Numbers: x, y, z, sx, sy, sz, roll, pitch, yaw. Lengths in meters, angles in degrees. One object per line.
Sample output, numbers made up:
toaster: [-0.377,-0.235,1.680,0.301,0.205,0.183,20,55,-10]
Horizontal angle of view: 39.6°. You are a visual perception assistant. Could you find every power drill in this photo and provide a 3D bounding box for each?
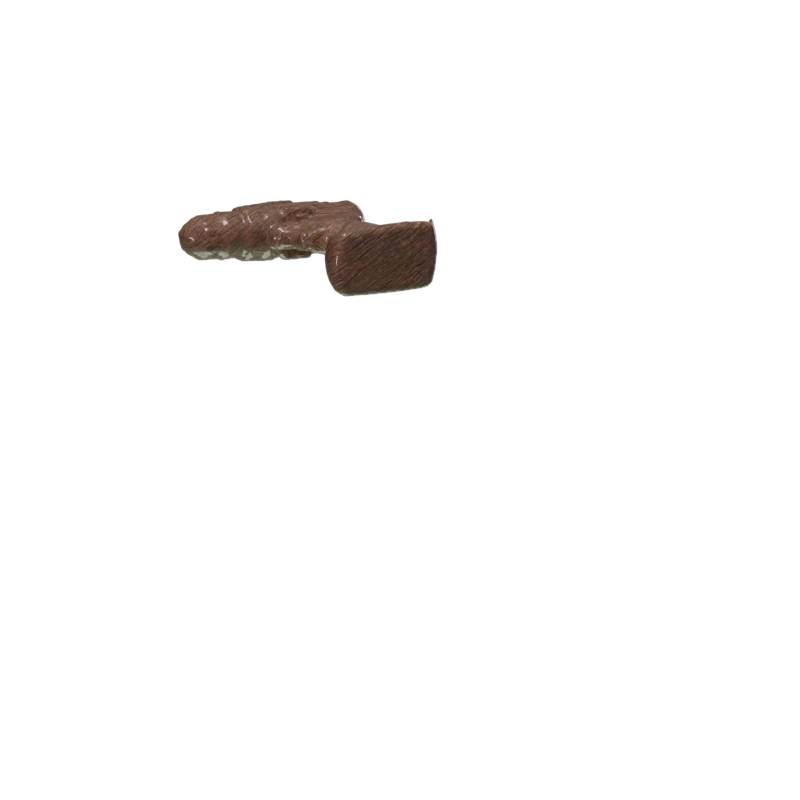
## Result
power drill: [-0.074,-0.136,0.950,0.180,0.055,0.199,-13,23,-32]
